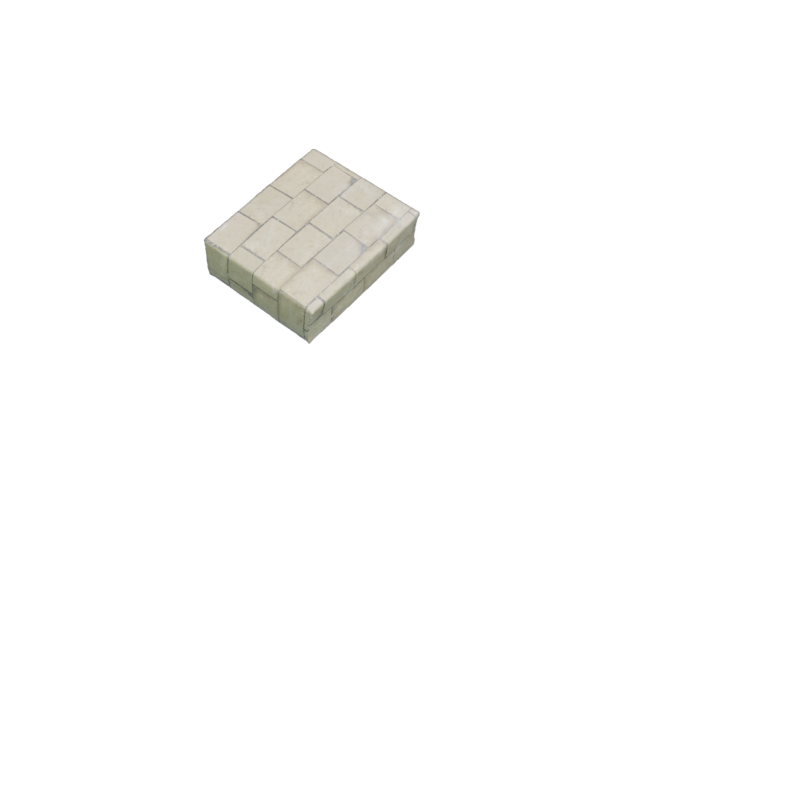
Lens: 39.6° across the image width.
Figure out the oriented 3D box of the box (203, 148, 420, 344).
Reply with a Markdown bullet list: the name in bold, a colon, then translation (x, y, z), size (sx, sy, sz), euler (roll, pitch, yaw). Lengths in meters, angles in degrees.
- **box**: translation (-0.056, -0.102, 0.715), size (0.094, 0.116, 0.036), euler (32, -31, 21)
